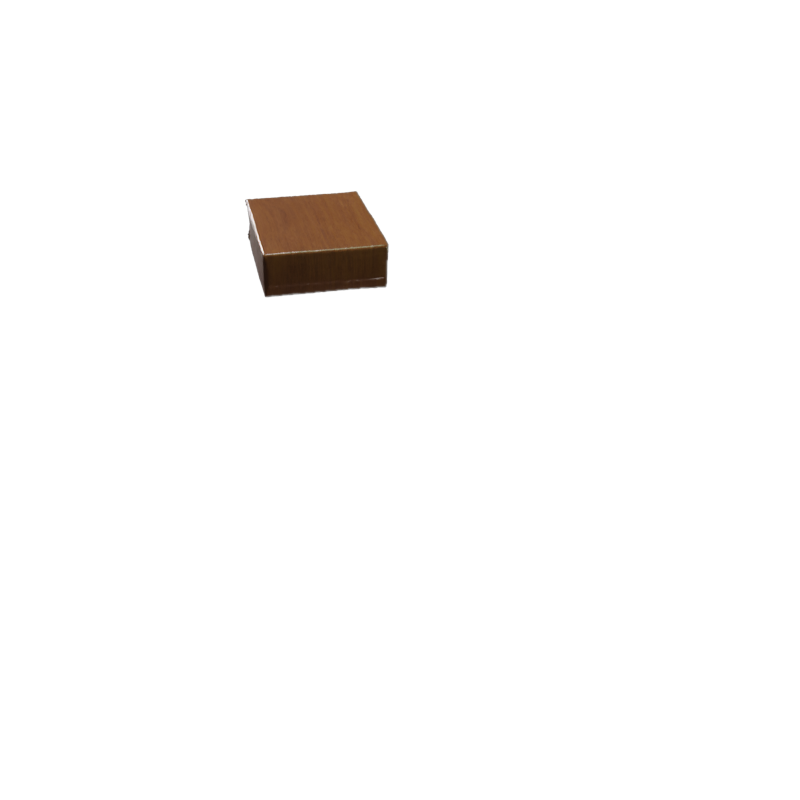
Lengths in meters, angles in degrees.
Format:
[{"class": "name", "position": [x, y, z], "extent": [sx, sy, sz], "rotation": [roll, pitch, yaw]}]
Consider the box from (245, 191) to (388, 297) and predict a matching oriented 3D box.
[{"class": "box", "position": [-0.064, -0.117, 0.822], "extent": [0.089, 0.037, 0.121], "rotation": [-5, 28, -11]}]
